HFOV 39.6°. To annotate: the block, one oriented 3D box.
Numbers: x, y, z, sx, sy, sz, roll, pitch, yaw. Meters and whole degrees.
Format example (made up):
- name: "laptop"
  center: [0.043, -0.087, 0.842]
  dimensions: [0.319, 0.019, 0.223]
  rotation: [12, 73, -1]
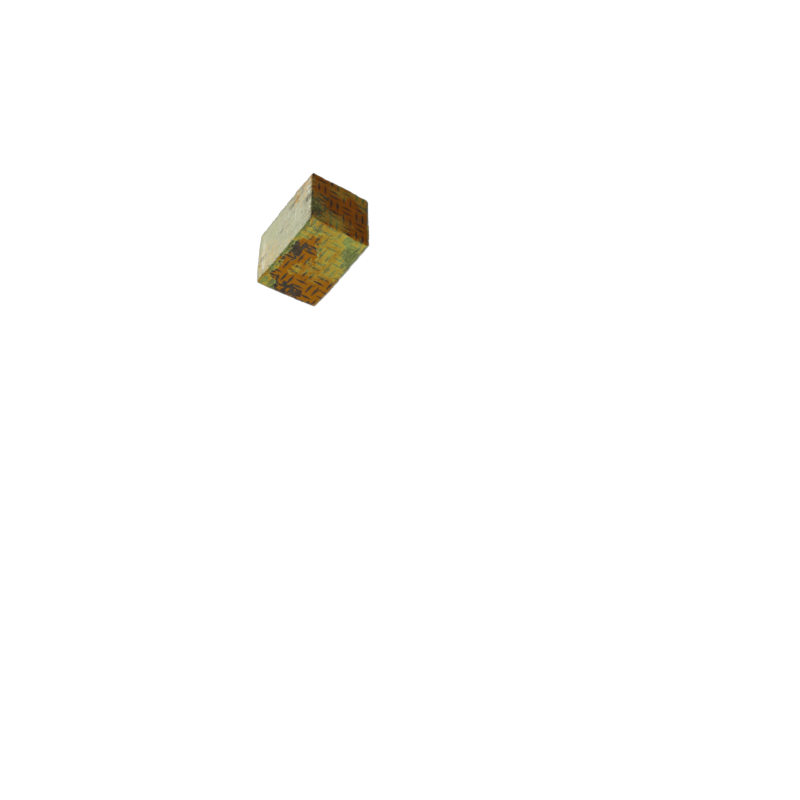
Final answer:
- name: "block"
  center: [-0.065, -0.119, 0.833]
  dimensions: [0.050, 0.055, 0.076]
  rotation: [26, -51, -26]
